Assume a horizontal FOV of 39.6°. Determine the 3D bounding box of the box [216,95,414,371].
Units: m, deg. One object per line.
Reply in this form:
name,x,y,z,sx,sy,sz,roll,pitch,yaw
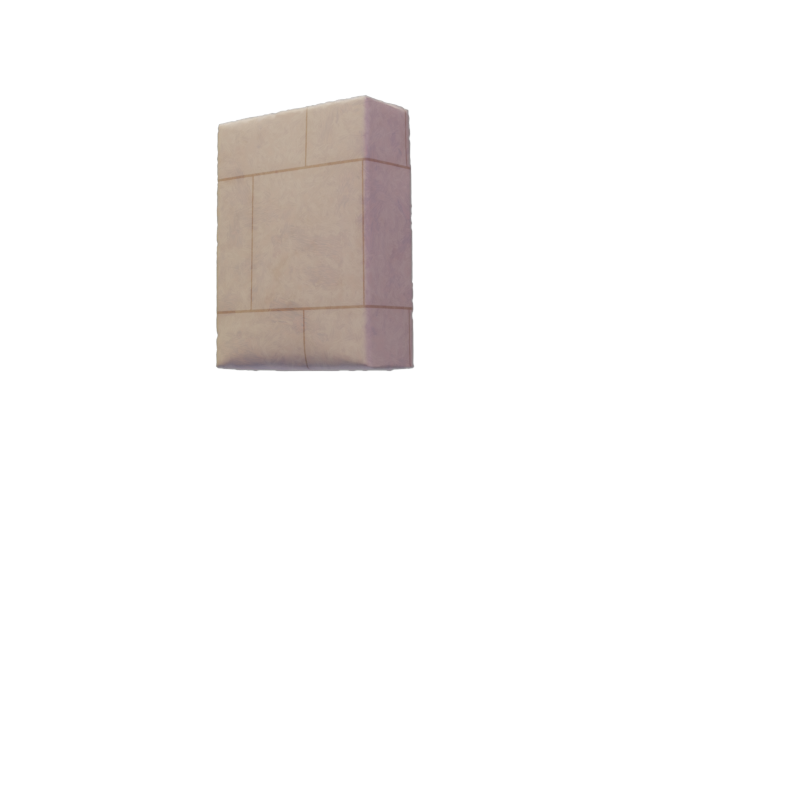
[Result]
box,-0.072,-0.132,0.923,0.170,0.217,0.068,-3,-6,37
